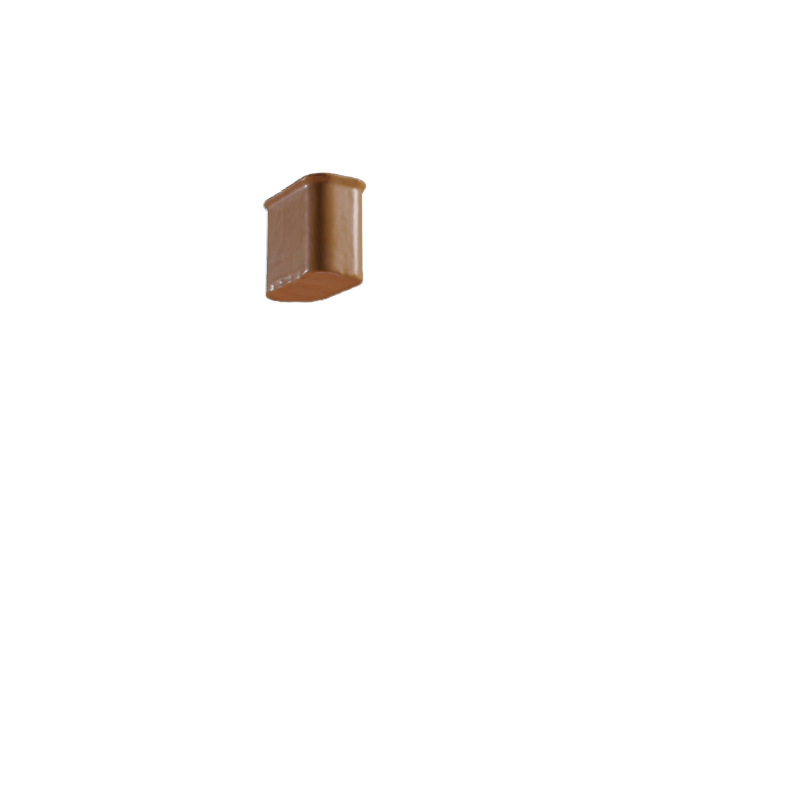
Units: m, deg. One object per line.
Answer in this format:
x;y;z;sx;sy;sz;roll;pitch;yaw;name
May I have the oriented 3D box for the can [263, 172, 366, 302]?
-0.072;-0.131;0.916;0.055;0.087;0.103;9;-16;-32;can
